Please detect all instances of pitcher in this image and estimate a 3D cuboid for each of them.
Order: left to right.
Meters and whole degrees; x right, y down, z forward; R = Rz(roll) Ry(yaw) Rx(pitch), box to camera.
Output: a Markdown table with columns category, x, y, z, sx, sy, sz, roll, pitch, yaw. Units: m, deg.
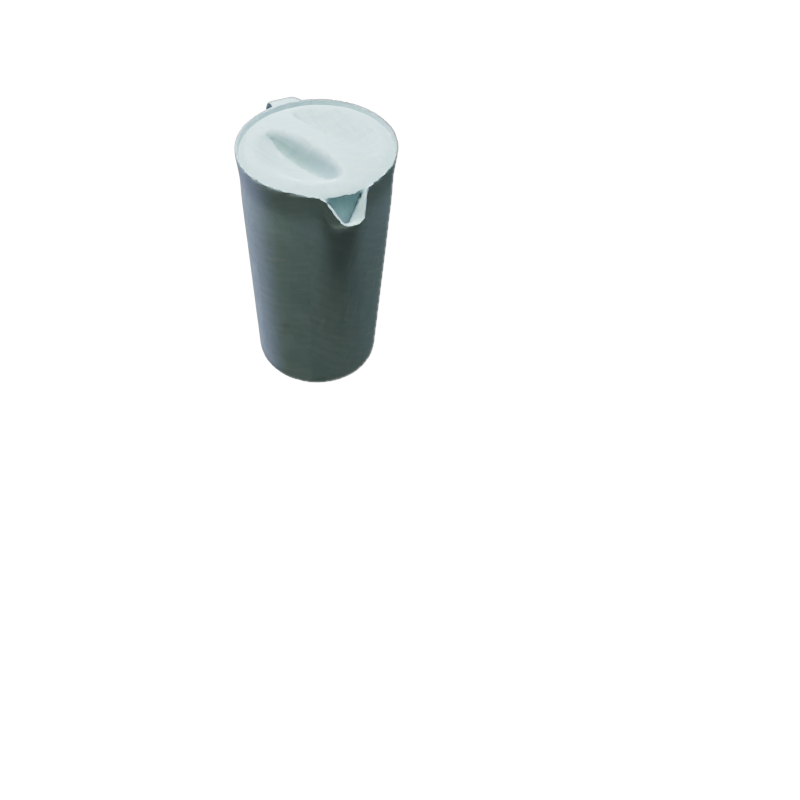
| category | x | y | z | sx | sy | sz | roll | pitch | yaw |
| --- | --- | --- | --- | --- | --- | --- | --- | --- | --- |
| pitcher | -0.077 | -0.140 | 0.980 | 0.149 | 0.226 | 0.155 | 17 | 47 | 14 |
